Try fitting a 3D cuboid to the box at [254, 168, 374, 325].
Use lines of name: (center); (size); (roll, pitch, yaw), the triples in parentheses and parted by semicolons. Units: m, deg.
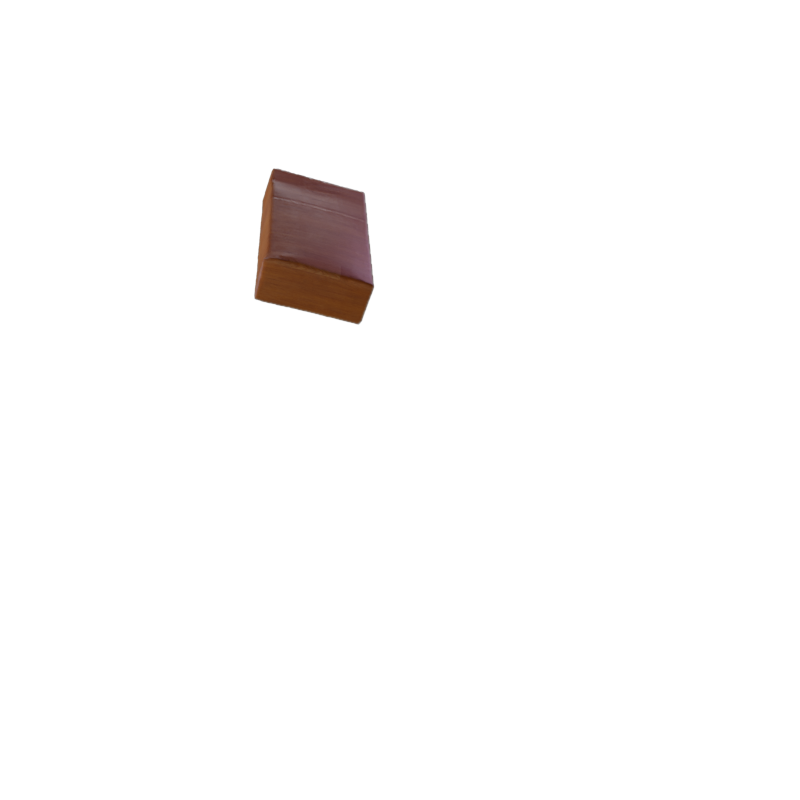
box: (-0.075, -0.137, 0.964); (0.092, 0.046, 0.187); (13, 30, -11)
